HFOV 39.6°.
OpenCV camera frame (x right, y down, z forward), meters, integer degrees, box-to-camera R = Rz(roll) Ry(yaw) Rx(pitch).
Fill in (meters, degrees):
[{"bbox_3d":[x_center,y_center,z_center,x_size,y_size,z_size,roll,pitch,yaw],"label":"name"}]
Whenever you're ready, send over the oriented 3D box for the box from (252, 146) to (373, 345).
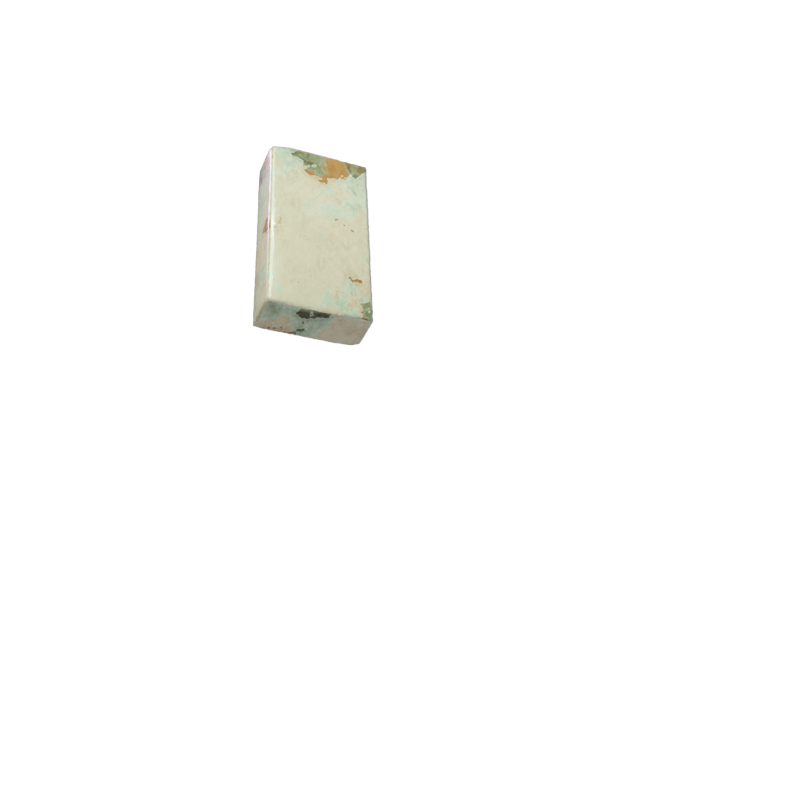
[{"bbox_3d":[-0.074,-0.135,0.944,0.091,0.189,0.046,10,-37,-18],"label":"box"}]
